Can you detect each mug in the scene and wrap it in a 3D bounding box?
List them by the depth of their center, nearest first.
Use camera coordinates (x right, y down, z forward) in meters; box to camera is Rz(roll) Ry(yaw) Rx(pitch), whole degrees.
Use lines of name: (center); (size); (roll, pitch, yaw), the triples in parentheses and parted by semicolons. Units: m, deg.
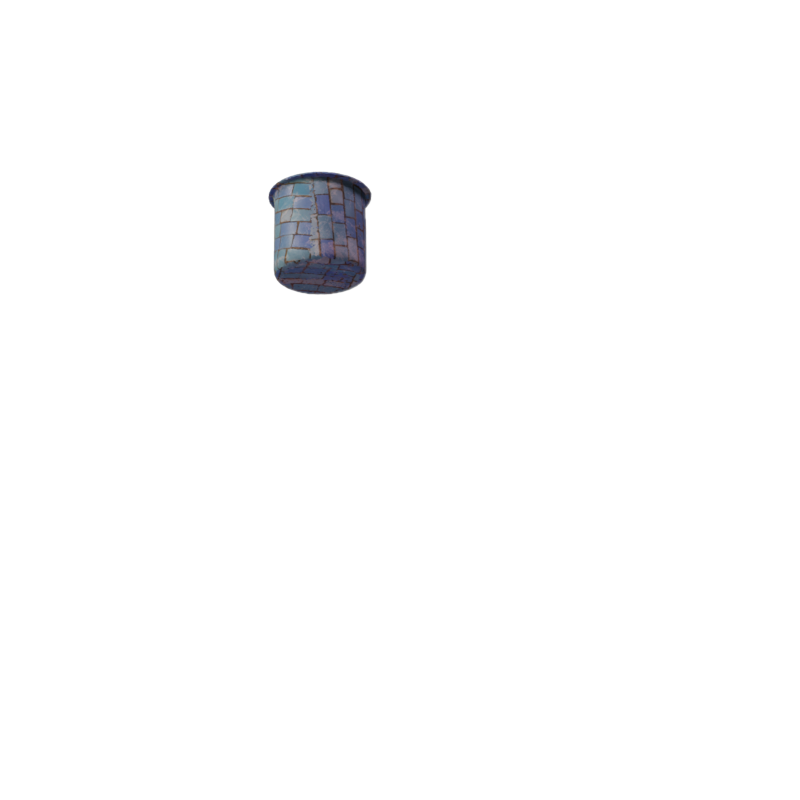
mug: (-0.078, -0.142, 0.992); (0.089, 0.086, 0.116); (13, -24, -31)
